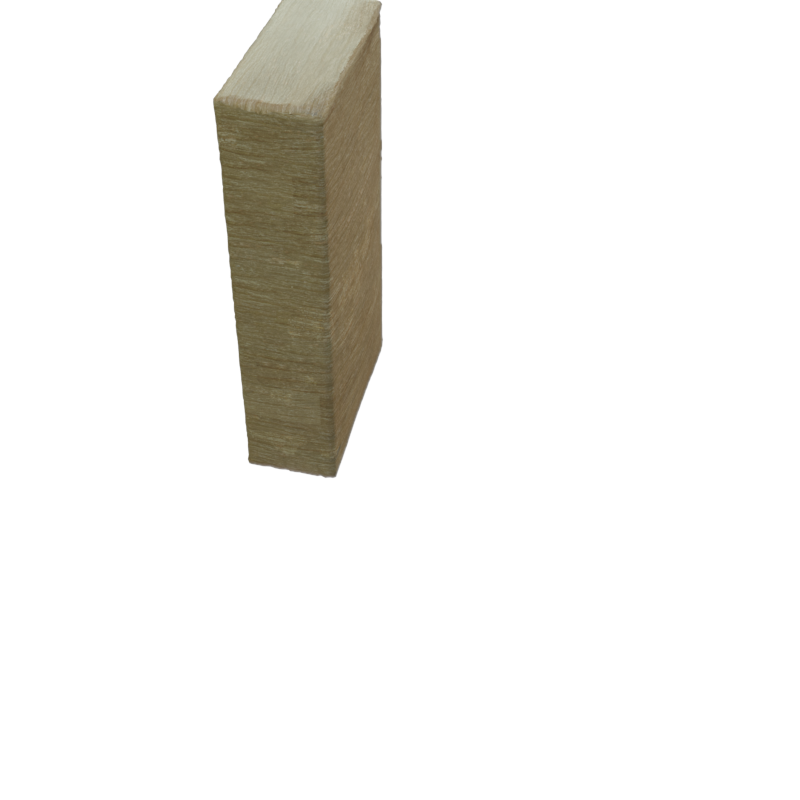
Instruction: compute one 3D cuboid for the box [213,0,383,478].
[{"bbox_3d":[-0.035,-0.064,0.449,0.049,0.164,0.098,10,41,7],"label":"box"}]
